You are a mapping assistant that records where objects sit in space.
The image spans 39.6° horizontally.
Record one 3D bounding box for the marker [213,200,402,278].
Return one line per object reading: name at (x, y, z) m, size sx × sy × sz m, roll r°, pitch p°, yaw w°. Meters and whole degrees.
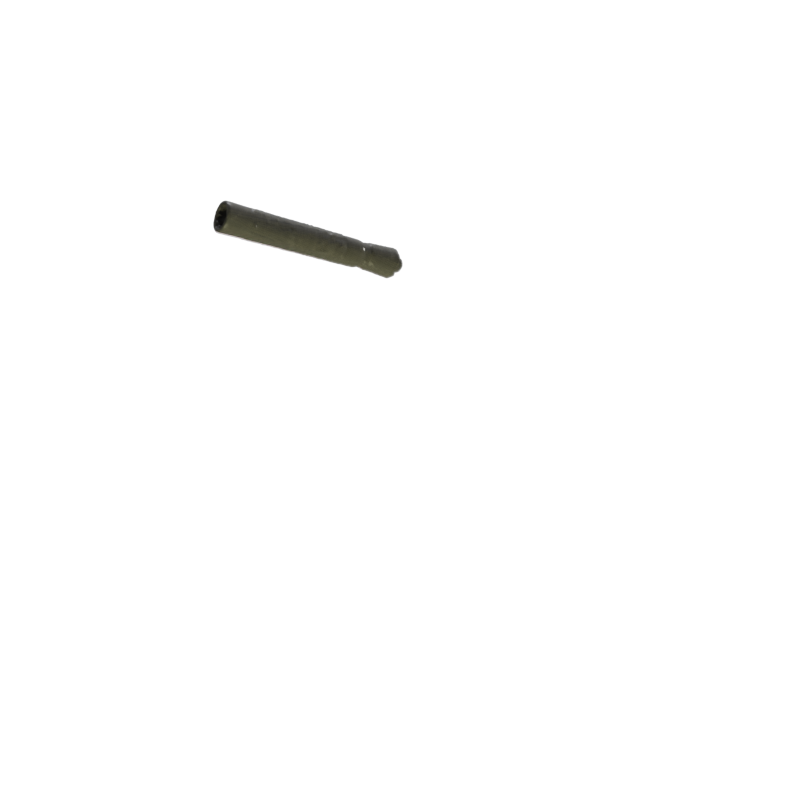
marker at (-0.050, -0.092, 0.644) m, size 0.115 × 0.020 × 0.020 m, roll 12°, pitch -2°, yaw -29°
